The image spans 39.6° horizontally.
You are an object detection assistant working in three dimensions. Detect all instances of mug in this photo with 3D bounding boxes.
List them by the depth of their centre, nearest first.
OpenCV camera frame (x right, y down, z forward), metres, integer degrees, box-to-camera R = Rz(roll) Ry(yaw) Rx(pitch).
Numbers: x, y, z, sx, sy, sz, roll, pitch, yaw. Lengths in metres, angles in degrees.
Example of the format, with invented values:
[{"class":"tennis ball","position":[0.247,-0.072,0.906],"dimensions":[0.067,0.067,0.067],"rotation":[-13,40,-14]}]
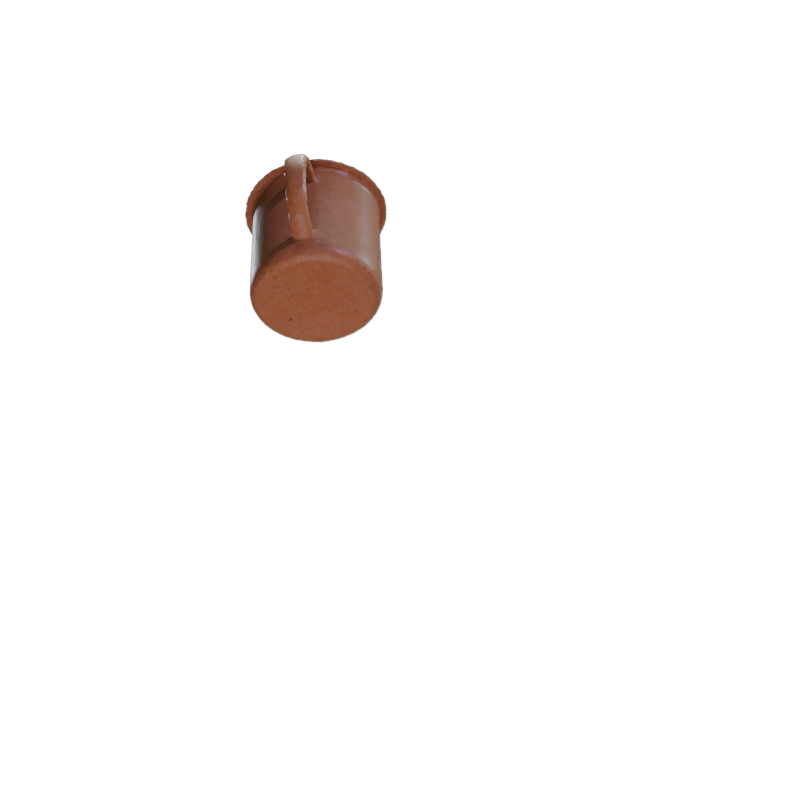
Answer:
[{"class":"mug","position":[-0.054,-0.099,0.692],"dimensions":[0.094,0.088,0.108],"rotation":[-5,-43,4]}]
